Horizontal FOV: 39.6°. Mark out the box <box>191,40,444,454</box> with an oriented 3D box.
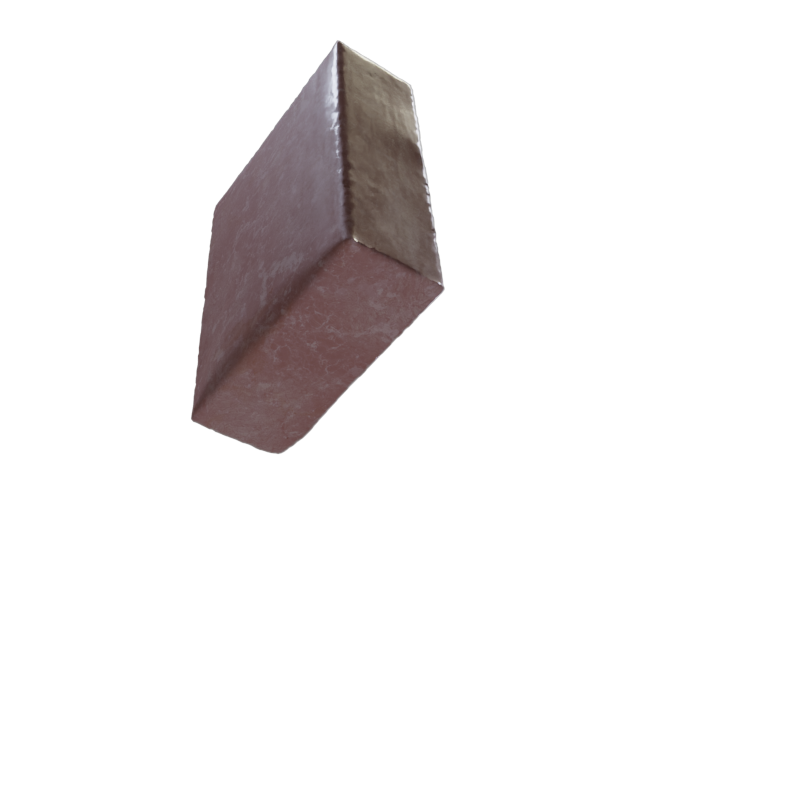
[{"bbox_3d":[-0.054,-0.099,0.691,0.068,0.229,0.160,27,-55,-26],"label":"box"}]
